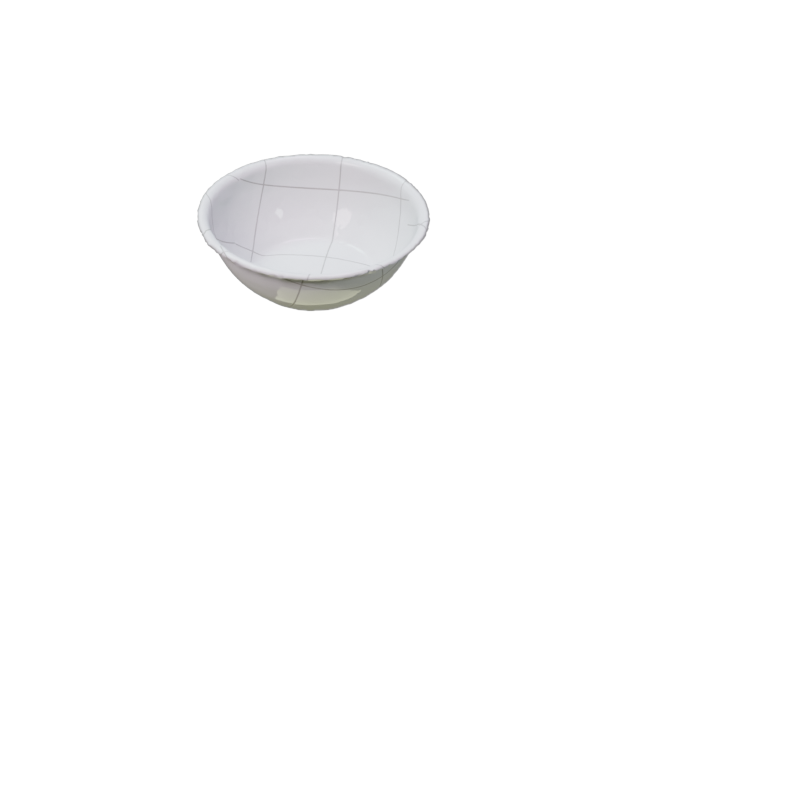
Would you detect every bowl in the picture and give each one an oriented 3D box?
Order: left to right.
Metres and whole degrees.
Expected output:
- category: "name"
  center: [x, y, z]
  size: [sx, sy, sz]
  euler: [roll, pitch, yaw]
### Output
- category: "bowl"
  center: [-0.061, -0.112, 0.782]
  size: [0.162, 0.051, 0.174]
  euler: [-1, 39, -2]
